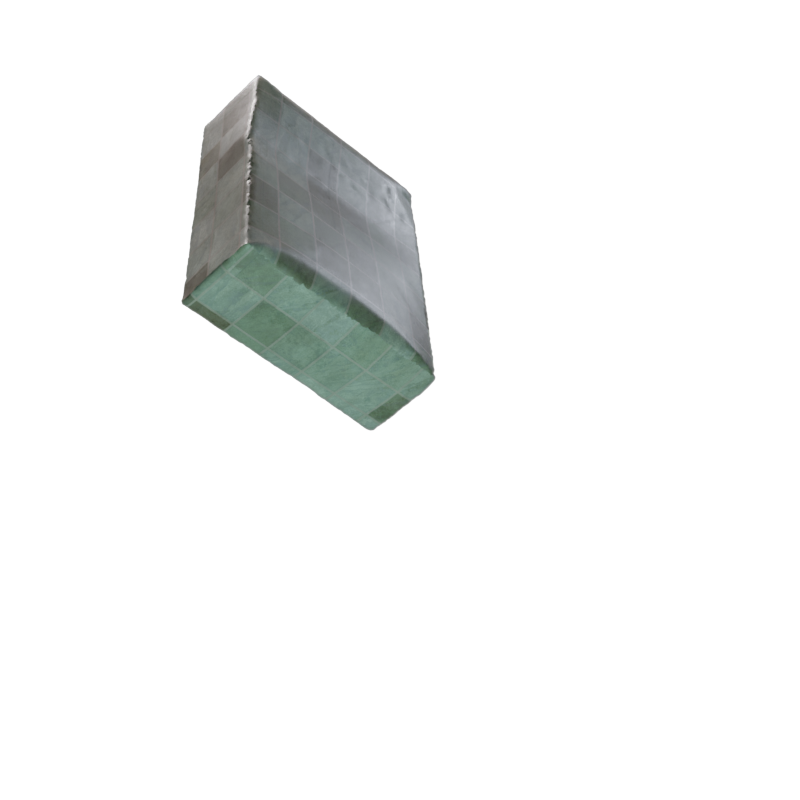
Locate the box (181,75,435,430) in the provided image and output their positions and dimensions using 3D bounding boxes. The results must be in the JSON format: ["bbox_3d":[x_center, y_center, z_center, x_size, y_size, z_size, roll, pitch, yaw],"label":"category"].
[{"bbox_3d":[-0.060,-0.109,0.764,0.155,0.229,0.071,34,-59,-28],"label":"box"}]
